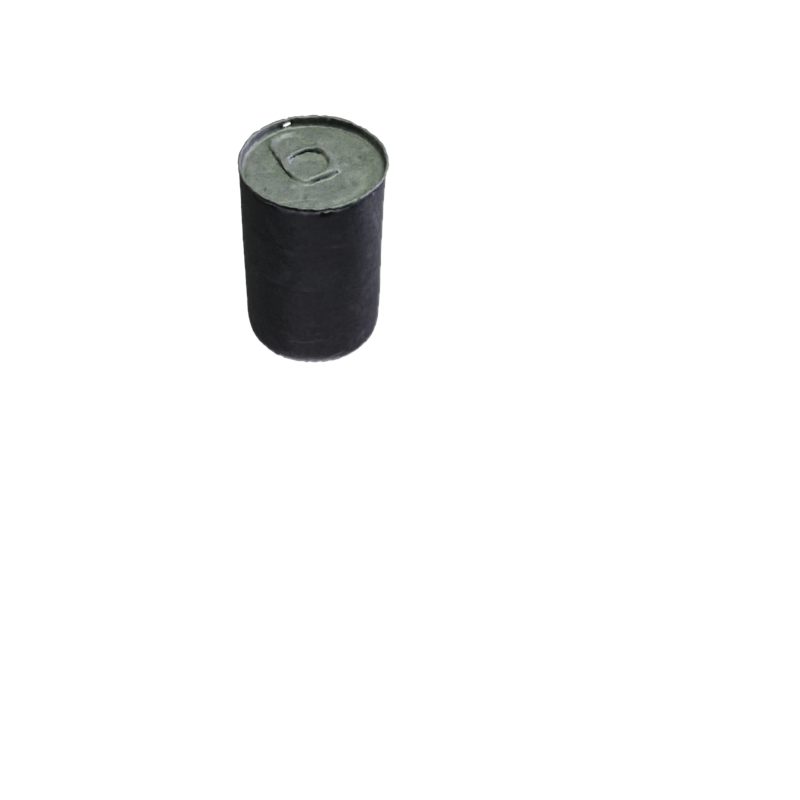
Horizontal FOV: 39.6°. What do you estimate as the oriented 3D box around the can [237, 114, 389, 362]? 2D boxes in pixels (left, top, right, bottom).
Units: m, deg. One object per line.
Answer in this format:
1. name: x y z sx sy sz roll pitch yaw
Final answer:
1. can: -0.042 -0.076 0.531 0.068 0.074 0.095 0 -43 -3
